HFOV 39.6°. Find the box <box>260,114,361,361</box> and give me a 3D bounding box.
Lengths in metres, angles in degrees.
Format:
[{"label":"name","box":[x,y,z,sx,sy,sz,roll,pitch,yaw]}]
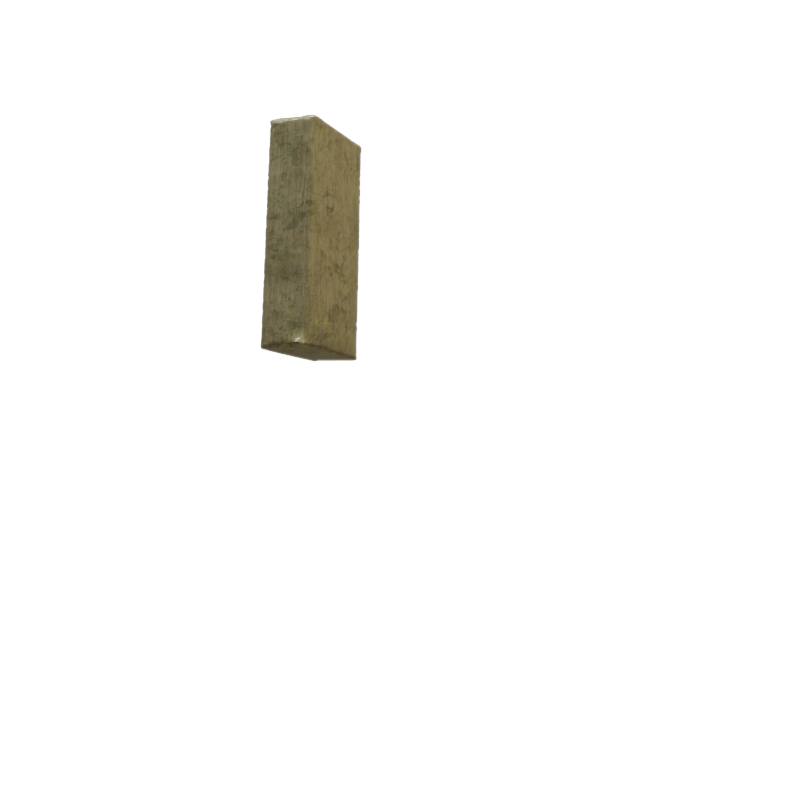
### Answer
[{"label":"box","box":[-0.067,-0.123,0.859,0.049,0.182,0.089,-6,-13,22]}]
